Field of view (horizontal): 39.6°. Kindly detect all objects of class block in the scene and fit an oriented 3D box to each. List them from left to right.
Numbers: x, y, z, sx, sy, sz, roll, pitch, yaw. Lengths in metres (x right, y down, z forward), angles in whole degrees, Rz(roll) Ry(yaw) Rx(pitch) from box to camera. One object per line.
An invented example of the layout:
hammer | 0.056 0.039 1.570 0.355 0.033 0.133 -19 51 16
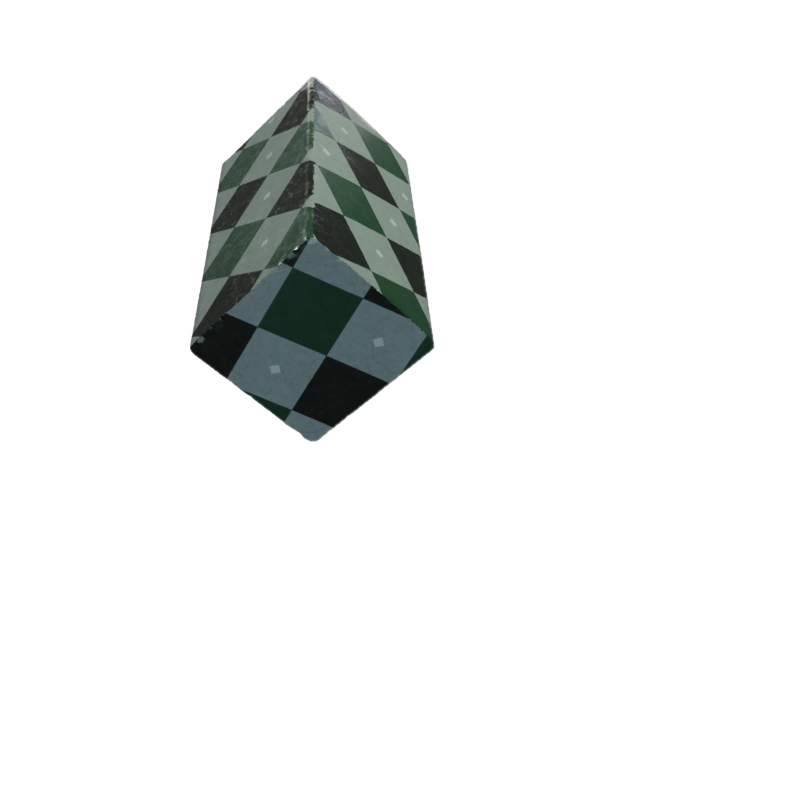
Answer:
block | -0.049 -0.090 0.632 0.085 0.090 0.220 39 24 -26
